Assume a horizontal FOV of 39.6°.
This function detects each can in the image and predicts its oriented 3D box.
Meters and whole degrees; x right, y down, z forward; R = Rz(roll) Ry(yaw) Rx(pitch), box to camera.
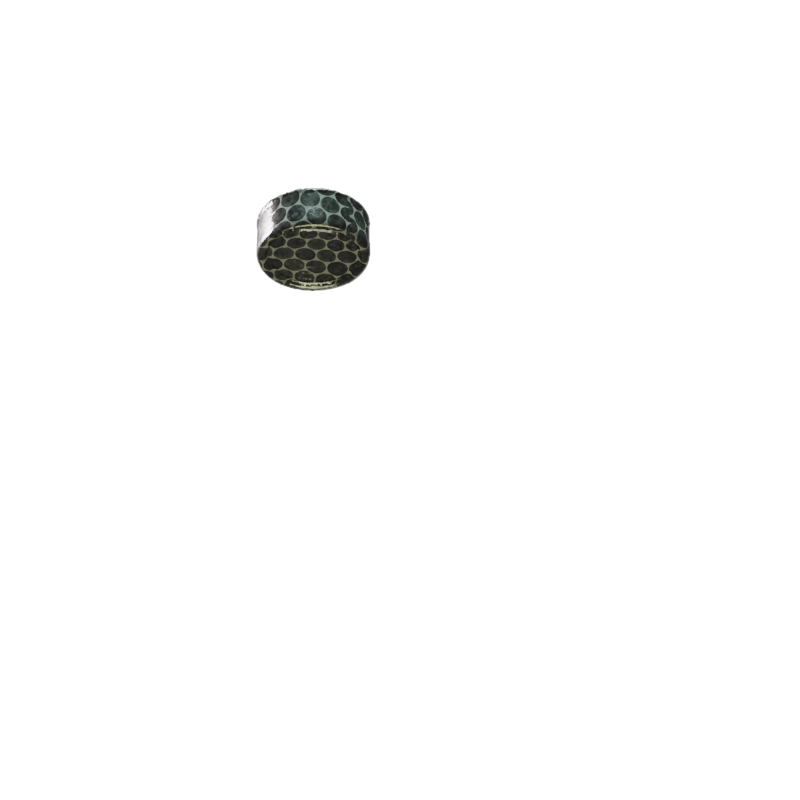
[{"bbox_3d":[-0.065,-0.118,0.828,0.086,0.036,0.080,1,-33,-2],"label":"can"}]
